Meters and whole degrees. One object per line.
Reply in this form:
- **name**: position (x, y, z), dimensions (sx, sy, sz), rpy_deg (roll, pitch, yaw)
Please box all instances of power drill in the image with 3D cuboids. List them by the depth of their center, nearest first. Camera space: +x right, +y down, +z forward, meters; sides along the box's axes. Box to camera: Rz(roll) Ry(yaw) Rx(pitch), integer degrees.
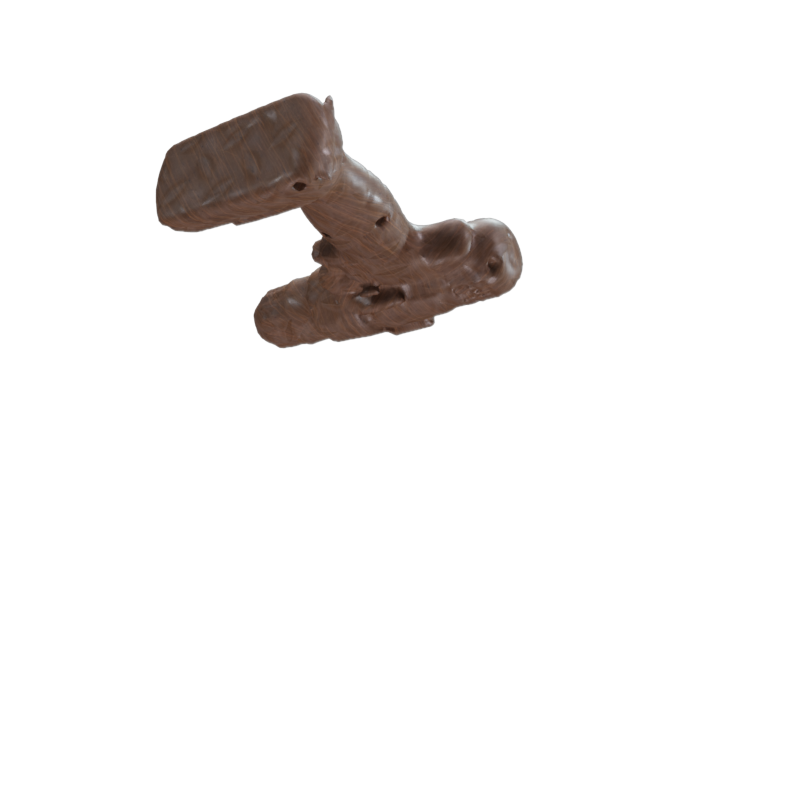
- **power drill**: position (-0.049, -0.090, 0.631), dimensions (0.187, 0.061, 0.175), rpy_deg (-15, -28, 31)
